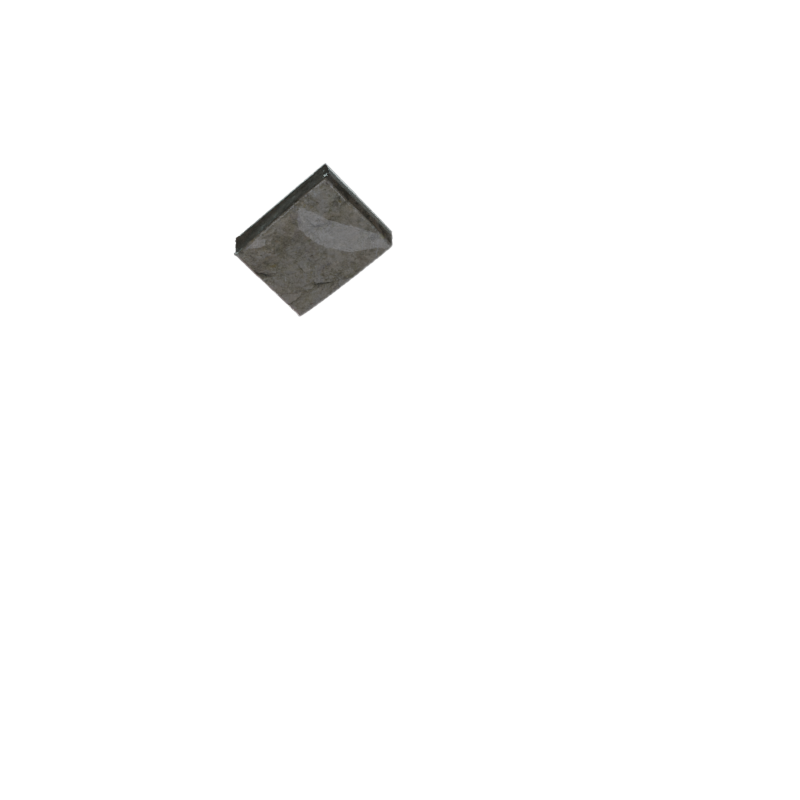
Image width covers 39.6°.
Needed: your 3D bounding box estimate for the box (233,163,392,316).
[{"bbox_3d":[-0.077,-0.140,0.979,0.113,0.086,0.041,-38,21,16],"label":"box"}]
